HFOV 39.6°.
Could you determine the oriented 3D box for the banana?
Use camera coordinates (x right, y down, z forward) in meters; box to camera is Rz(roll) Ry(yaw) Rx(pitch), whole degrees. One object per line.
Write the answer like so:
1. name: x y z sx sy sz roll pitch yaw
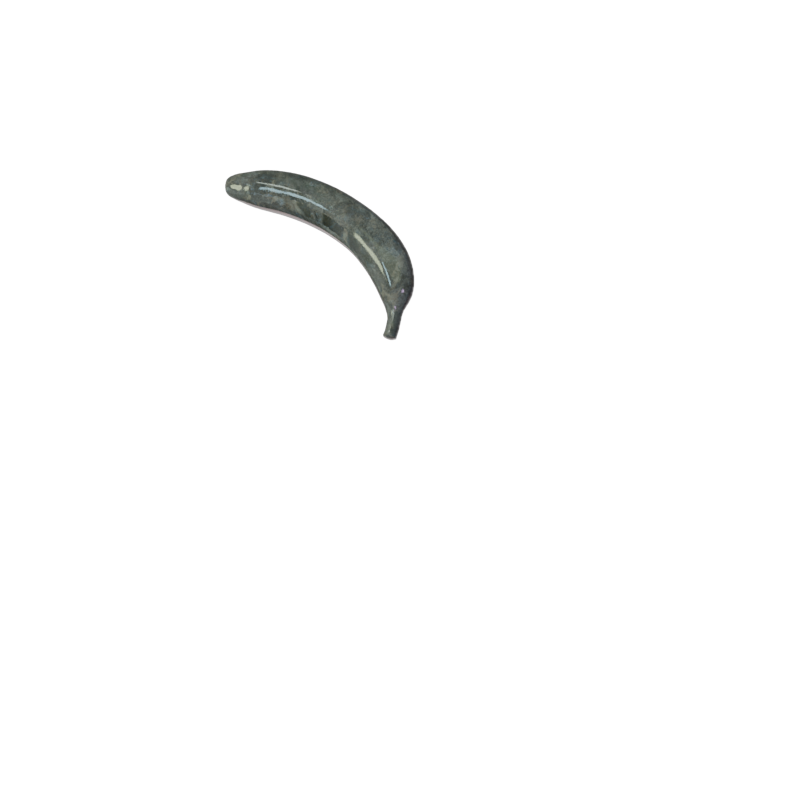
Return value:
1. banana: -0.055 -0.138 0.901 0.070 0.208 0.035 -41 -21 -19
